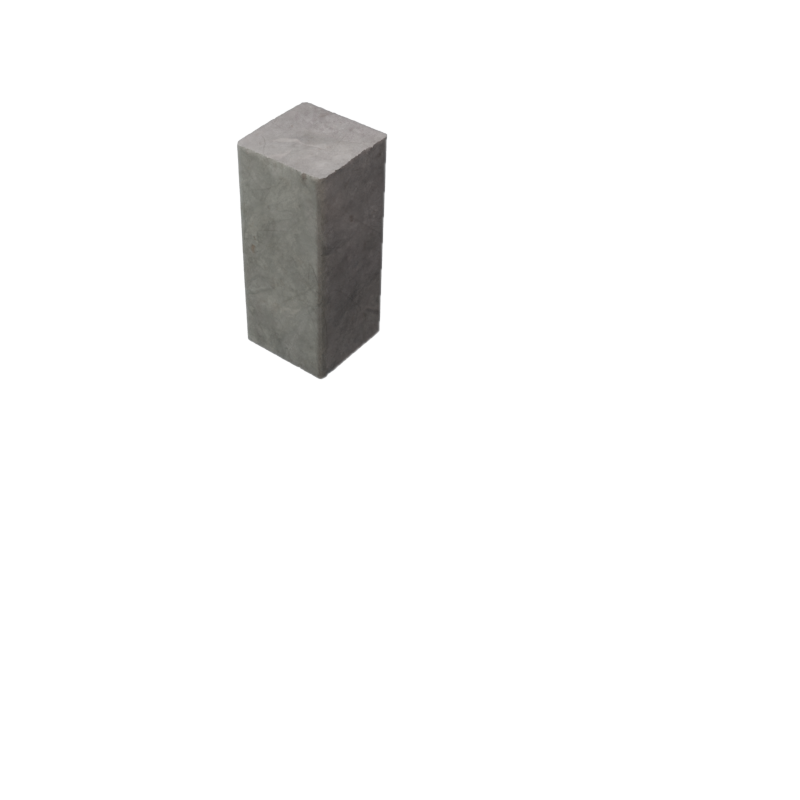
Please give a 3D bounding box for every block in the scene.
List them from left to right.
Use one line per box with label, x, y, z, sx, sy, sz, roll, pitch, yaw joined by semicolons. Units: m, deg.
block;-0.074;-0.135;0.944;0.096;0.192;0.091;27;45;26
